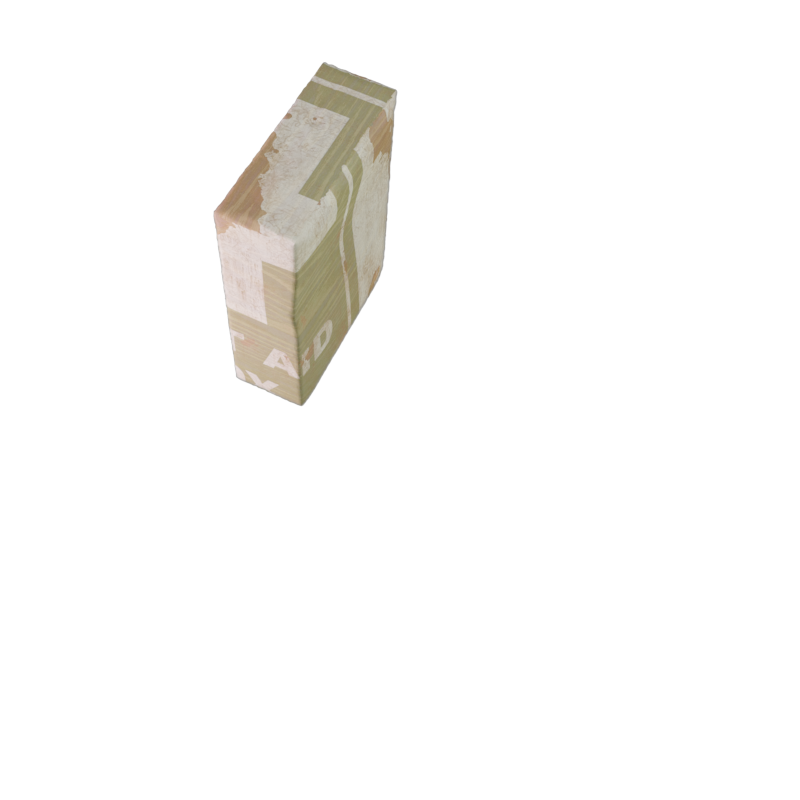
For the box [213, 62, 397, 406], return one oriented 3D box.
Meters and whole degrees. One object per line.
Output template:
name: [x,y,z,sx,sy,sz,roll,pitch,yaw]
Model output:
box: [-0.066,-0.121,0.847,0.074,0.170,0.200,22,-31,10]
